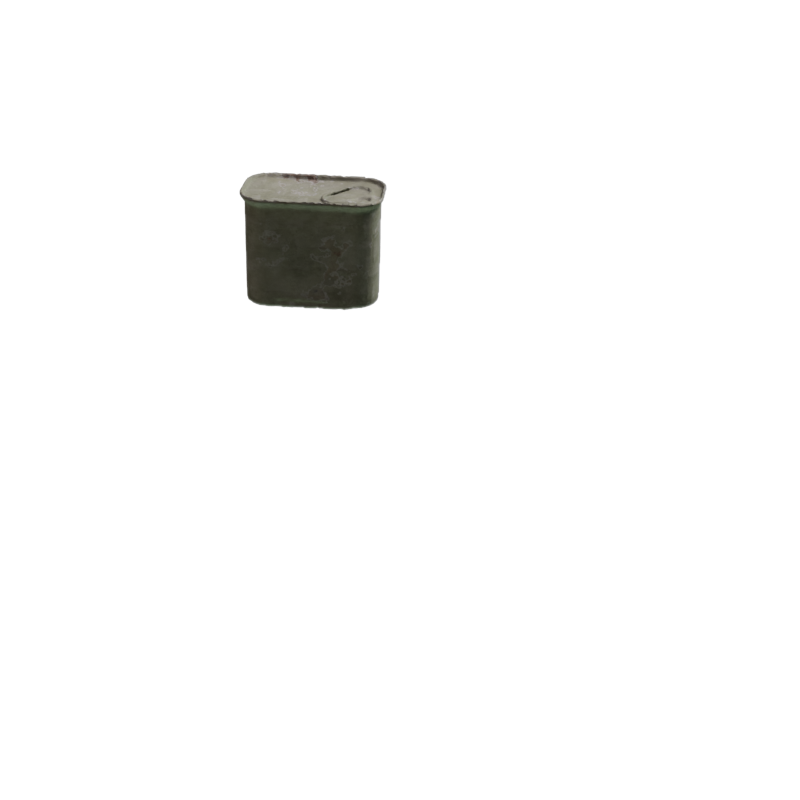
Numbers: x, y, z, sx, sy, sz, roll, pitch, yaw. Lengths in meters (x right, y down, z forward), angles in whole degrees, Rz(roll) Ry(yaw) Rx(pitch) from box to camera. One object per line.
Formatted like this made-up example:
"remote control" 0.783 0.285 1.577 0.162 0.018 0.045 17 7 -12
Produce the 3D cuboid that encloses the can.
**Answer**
"can" -0.062 -0.114 0.799 0.103 0.079 0.060 4 26 6
